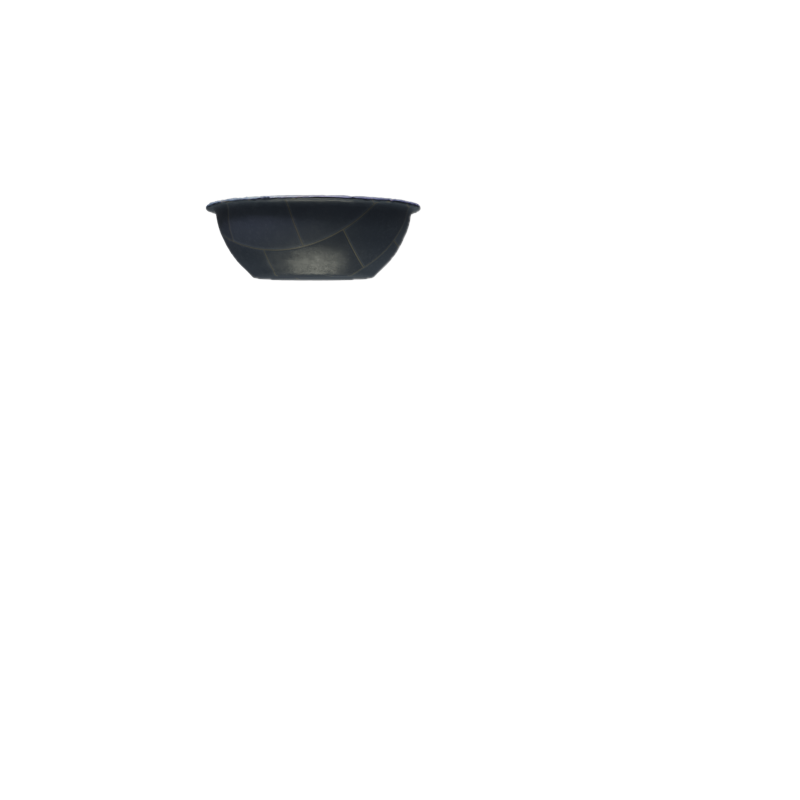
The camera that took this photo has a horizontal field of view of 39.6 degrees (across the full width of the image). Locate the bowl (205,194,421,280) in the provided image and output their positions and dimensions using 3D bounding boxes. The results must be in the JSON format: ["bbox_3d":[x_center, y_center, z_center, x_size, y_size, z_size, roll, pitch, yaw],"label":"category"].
[{"bbox_3d":[-0.065,-0.119,0.832,0.162,0.055,0.162,0,3,-2],"label":"bowl"}]
